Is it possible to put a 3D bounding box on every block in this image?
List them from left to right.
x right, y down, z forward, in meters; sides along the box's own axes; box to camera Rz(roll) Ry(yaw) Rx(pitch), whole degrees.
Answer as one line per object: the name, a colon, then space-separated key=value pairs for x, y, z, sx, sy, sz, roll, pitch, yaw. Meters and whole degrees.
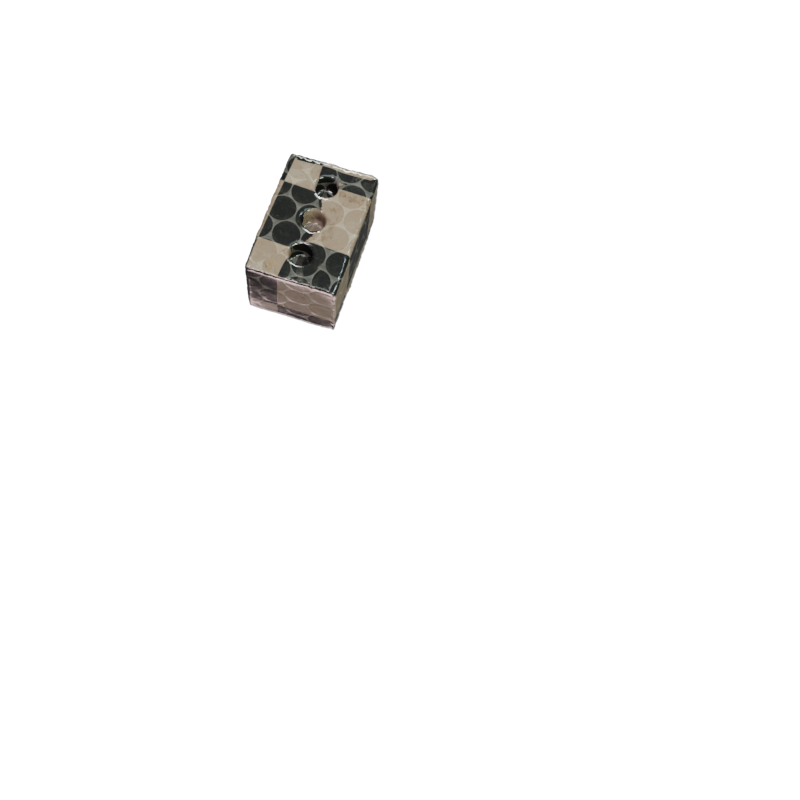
block: x=-0.048 y=-0.088 z=0.619 sx=0.053 sy=0.081 sz=0.048 roll=16 pitch=-25 yaw=5
